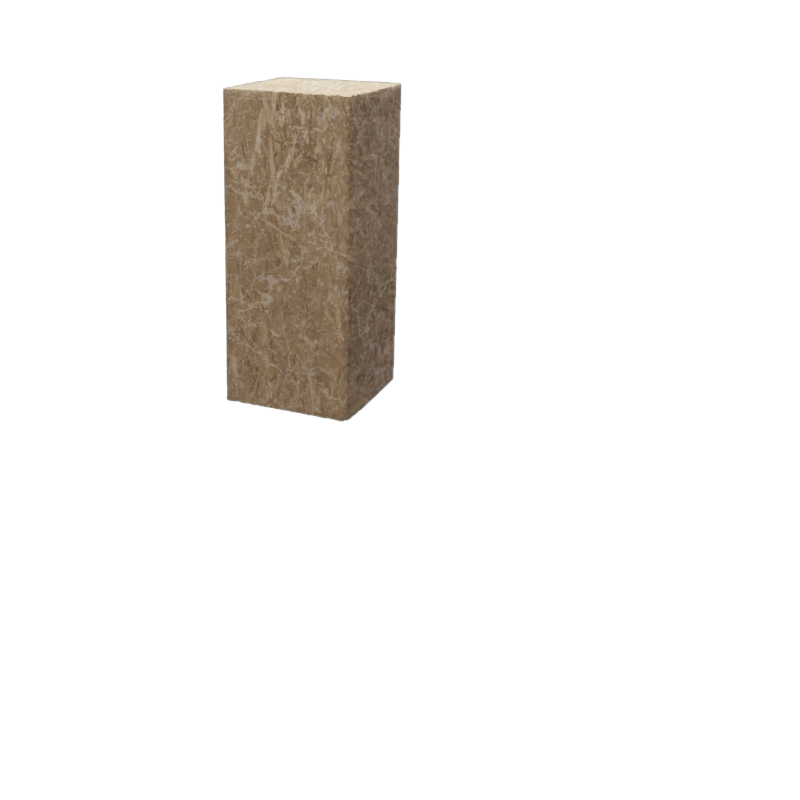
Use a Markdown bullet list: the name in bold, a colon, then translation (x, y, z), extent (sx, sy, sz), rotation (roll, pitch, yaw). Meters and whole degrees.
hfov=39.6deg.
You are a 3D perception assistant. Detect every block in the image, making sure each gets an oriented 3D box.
- **block**: translation (-0.057, -0.104, 0.731), extent (0.094, 0.199, 0.090), rotation (7, 16, 22)
